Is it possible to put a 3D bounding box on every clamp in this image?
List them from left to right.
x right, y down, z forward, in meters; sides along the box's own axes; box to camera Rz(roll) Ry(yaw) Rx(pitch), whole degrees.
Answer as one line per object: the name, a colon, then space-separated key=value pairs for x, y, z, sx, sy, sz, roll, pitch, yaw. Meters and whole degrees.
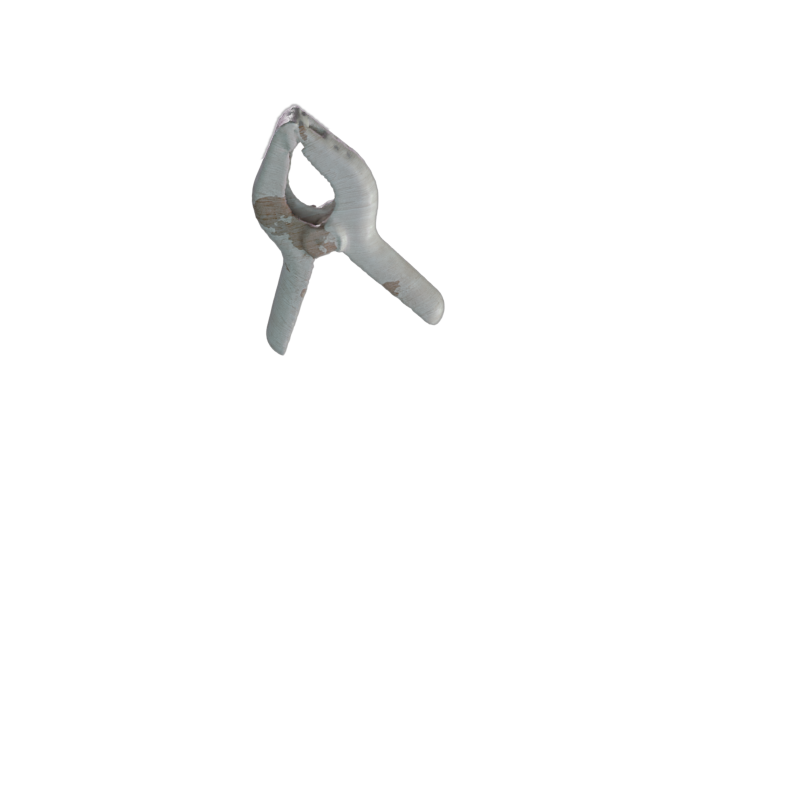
clamp: x=-0.056 y=-0.101 z=0.710 sx=0.120 sy=0.162 sz=0.041 roll=-22 pitch=24 yaw=10
